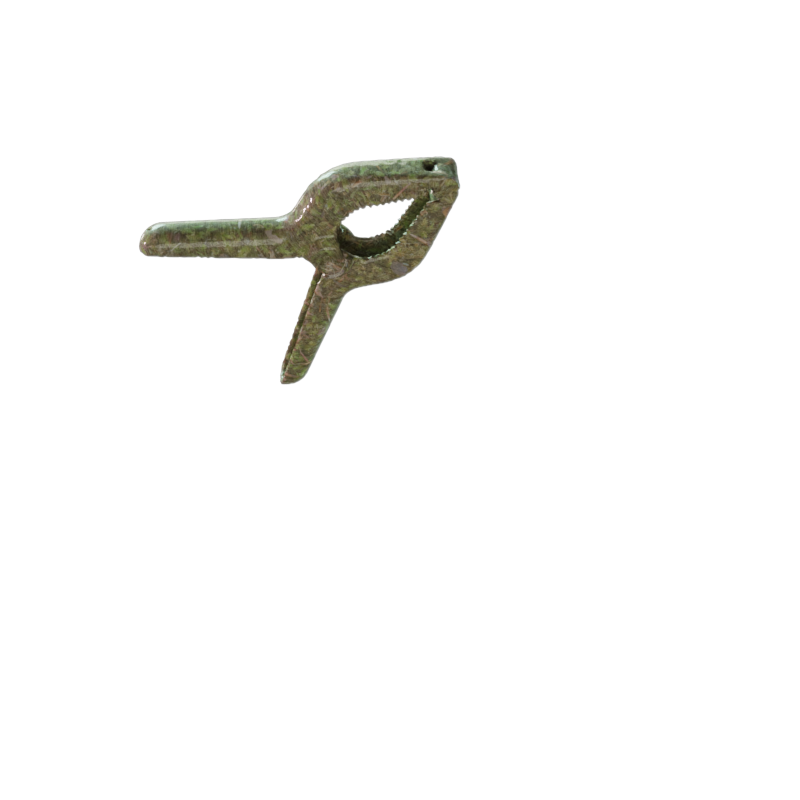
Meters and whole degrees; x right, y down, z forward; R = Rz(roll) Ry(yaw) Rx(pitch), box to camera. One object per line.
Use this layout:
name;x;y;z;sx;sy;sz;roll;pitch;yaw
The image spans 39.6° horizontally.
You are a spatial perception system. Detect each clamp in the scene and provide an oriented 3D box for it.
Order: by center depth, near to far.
clamp;-0.058;-0.105;0.737;0.208;0.039;0.155;-34;-57;26
